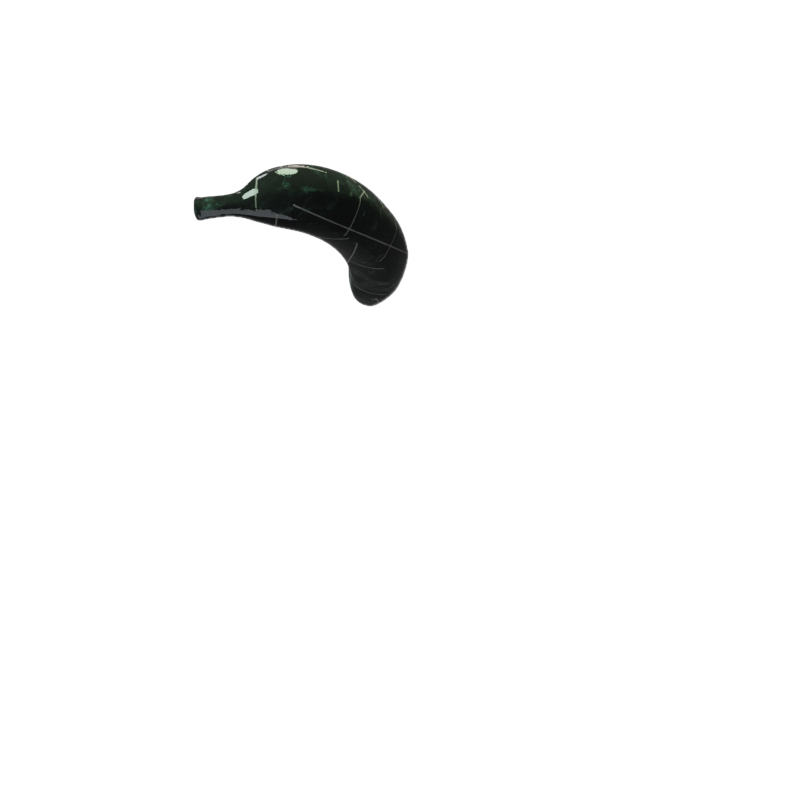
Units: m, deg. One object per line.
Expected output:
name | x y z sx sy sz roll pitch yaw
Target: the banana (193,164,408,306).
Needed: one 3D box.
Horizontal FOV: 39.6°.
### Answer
banana | -0.035 -0.094 0.627 0.071 0.038 0.186 -8 -15 26
